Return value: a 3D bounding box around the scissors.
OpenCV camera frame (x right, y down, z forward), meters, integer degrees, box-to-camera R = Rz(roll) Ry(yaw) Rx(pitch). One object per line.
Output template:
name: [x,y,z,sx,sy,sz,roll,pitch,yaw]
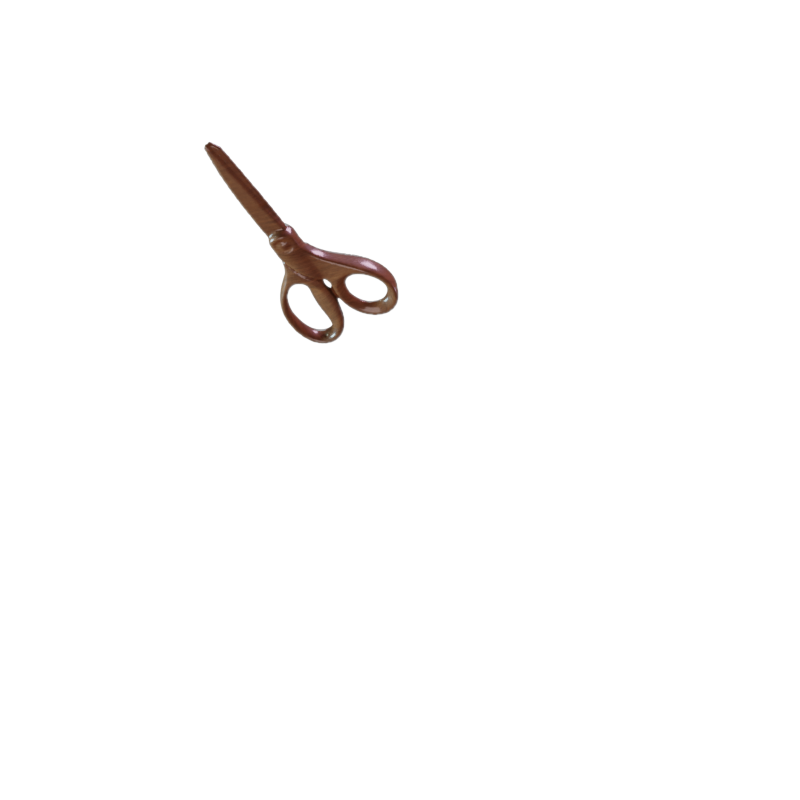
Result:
scissors: [-0.060,-0.110,0.771,0.097,0.017,0.186,-8,-42,9]
